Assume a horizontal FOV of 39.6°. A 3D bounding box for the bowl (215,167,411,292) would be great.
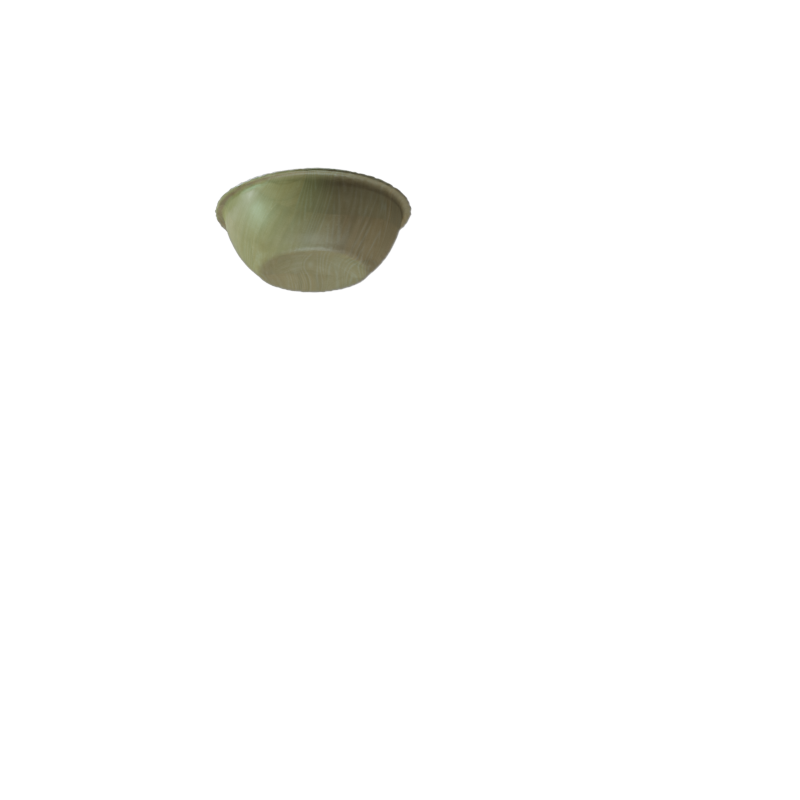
[{"bbox_3d":[-0.071,-0.130,0.908,0.162,0.058,0.155,0,-18,-2],"label":"bowl"}]
